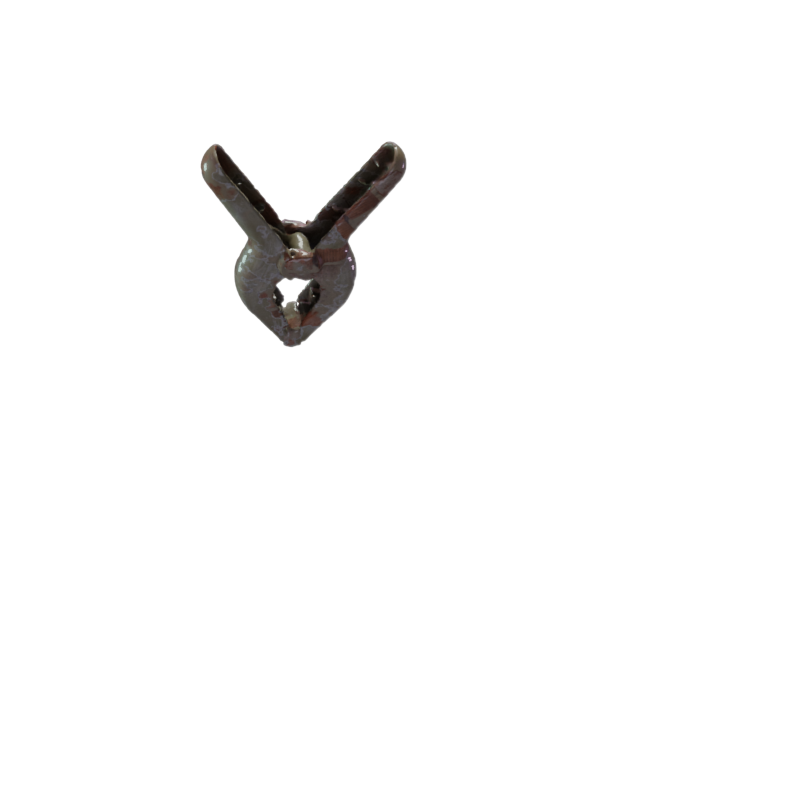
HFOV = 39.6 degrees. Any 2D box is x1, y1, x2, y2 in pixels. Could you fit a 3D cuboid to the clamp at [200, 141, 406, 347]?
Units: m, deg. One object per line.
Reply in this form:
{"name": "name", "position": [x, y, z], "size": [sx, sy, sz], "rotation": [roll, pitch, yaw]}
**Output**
{"name": "clamp", "position": [-0.055, -0.100, 0.699], "size": [0.120, 0.042, 0.159], "rotation": [-2, -37, 2]}
